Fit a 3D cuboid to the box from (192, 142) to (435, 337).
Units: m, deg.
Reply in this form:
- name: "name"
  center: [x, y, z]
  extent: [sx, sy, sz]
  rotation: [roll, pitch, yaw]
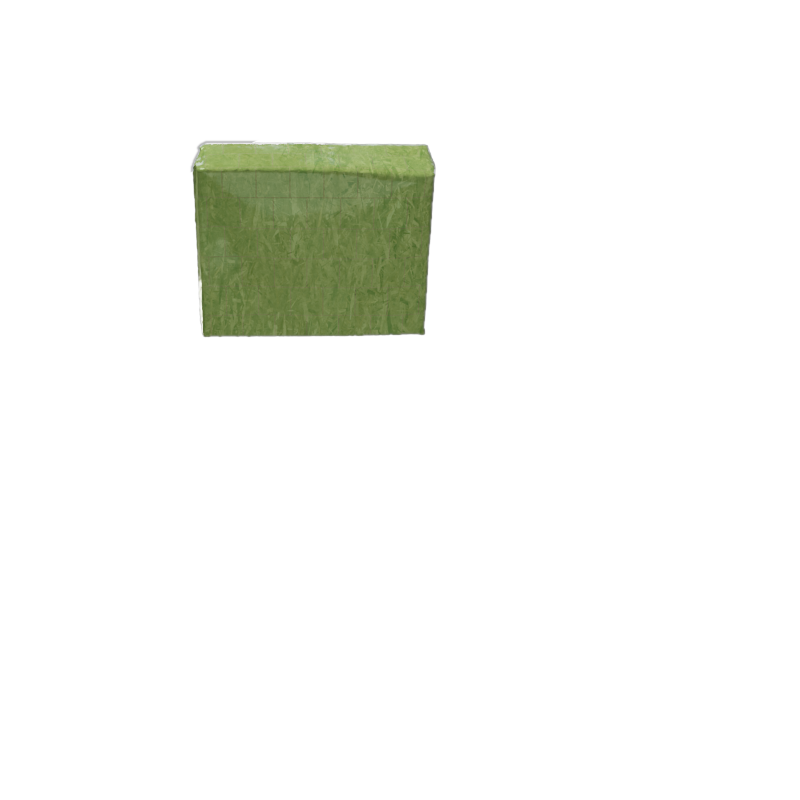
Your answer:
- name: "box"
  center: [-0.042, -0.077, 0.537]
  extent: [0.113, 0.085, 0.041]
  rotation: [1, 28, -1]
